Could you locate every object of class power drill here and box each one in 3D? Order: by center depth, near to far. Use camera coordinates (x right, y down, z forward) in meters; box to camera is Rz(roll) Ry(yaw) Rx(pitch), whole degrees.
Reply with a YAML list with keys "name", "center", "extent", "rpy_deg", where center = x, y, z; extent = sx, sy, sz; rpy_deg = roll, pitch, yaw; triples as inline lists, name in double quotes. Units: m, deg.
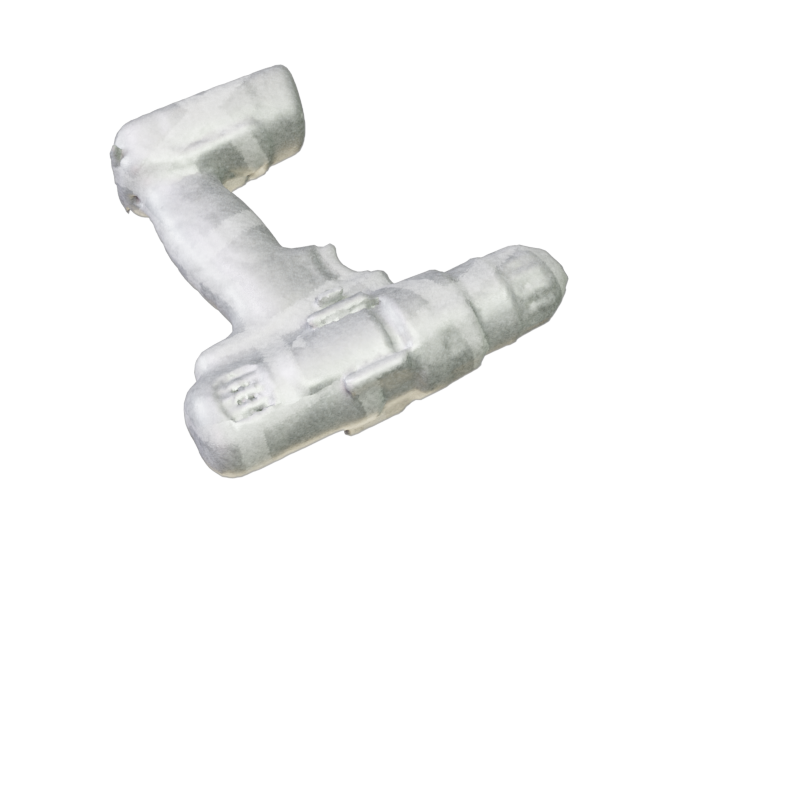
- name: "power drill"
  center: [-0.041, -0.075, 0.523]
  extent: [0.183, 0.202, 0.054]
  rpy_deg: [-24, -31, -17]
